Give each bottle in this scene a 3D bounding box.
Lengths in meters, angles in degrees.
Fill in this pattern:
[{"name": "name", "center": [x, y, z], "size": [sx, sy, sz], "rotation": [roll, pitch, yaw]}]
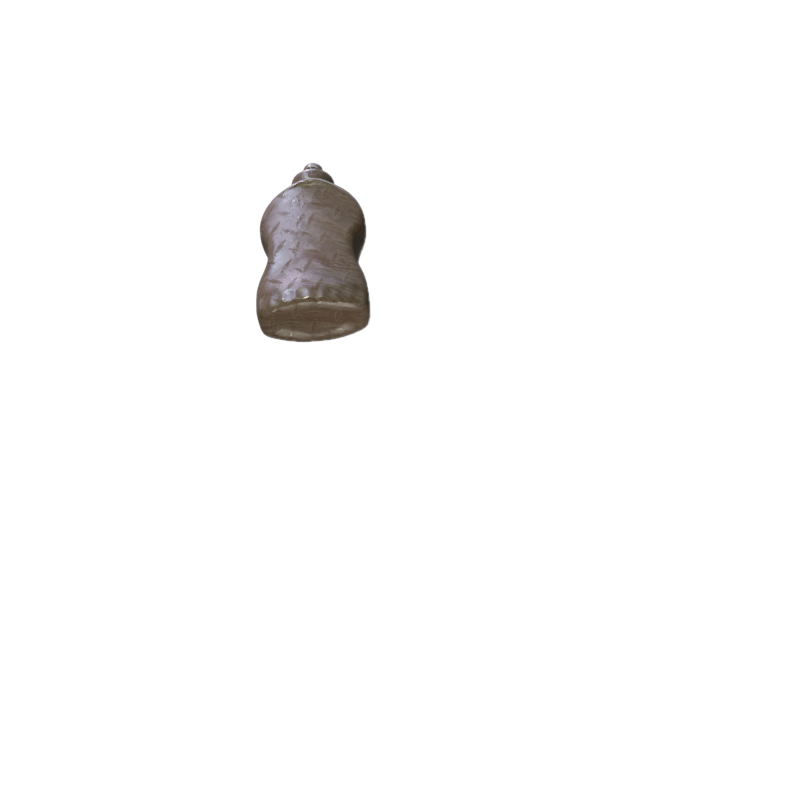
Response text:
[{"name": "bottle", "center": [-0.078, -0.143, 0.997], "size": [0.096, 0.206, 0.054], "rotation": [-7, -40, 5]}]
